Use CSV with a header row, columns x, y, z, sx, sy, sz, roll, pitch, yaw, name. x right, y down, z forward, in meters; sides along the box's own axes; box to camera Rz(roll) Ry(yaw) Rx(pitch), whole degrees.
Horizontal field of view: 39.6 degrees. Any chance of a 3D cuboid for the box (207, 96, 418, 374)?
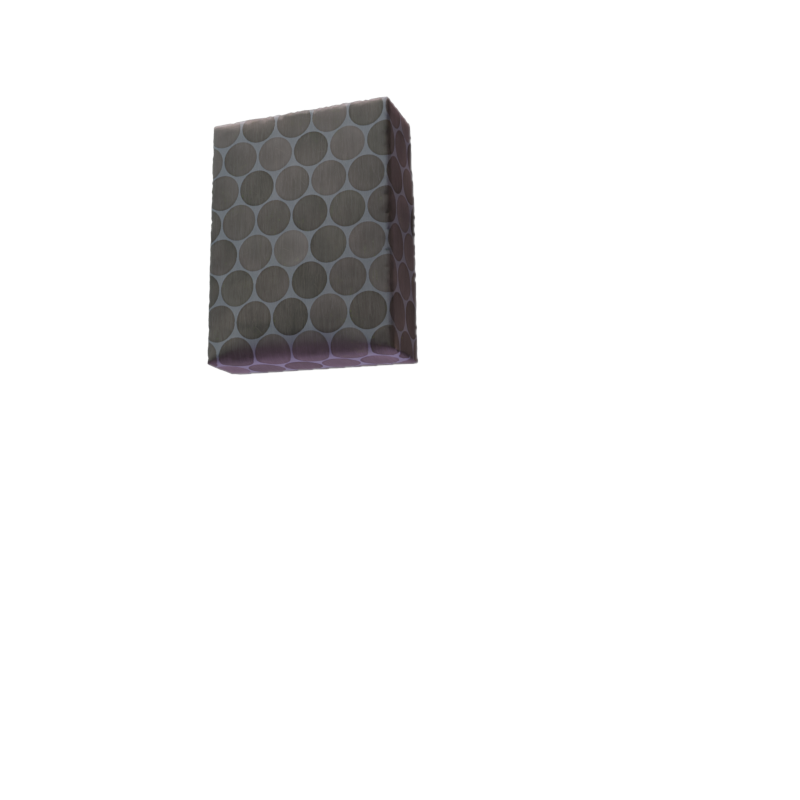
x,y,z,sx,sy,sz,roll,pitch,yaw,name
-0.073,-0.133,0.933,0.167,0.222,0.068,-6,-17,20,box
